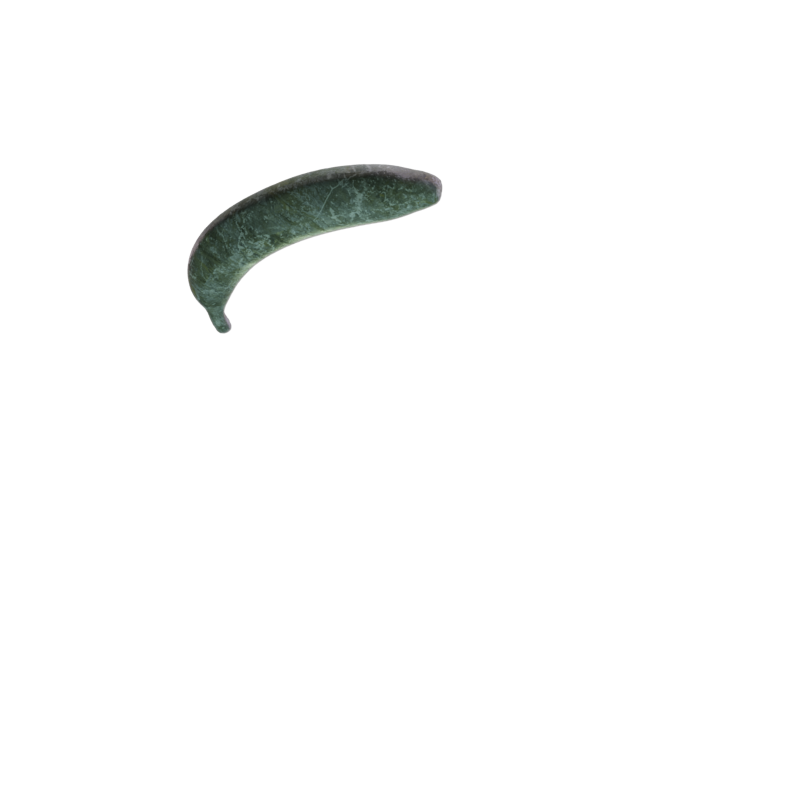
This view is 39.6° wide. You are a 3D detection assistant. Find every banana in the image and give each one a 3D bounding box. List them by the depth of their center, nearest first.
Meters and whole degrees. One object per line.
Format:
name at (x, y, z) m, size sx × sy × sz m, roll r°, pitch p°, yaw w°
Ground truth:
banana at (-0.068, -0.101, 0.668) m, size 0.198 × 0.039 × 0.065 m, roll -25°, pitch -38°, yaw 36°
